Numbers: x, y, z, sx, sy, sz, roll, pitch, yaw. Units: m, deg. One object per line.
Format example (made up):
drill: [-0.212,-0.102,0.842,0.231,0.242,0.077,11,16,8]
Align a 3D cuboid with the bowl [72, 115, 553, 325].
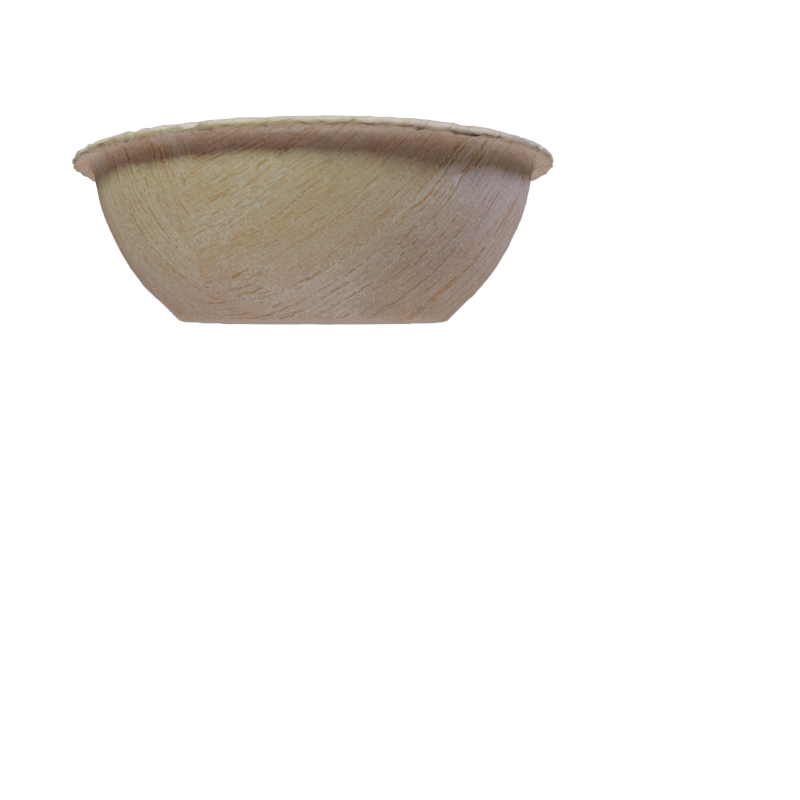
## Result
bowl: [-0.030,-0.054,0.377,0.162,0.055,0.162,0,2,-2]
